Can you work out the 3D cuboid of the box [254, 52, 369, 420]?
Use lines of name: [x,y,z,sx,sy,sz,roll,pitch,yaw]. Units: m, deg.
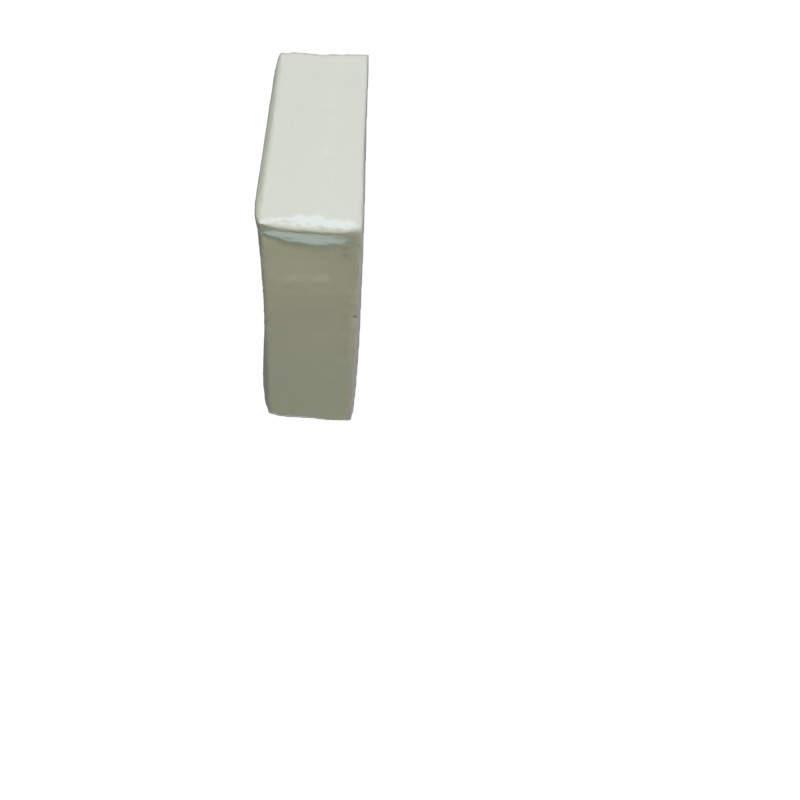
box: [-0.061,-0.112,0.785,0.072,0.176,0.200,2,-37,-2]
